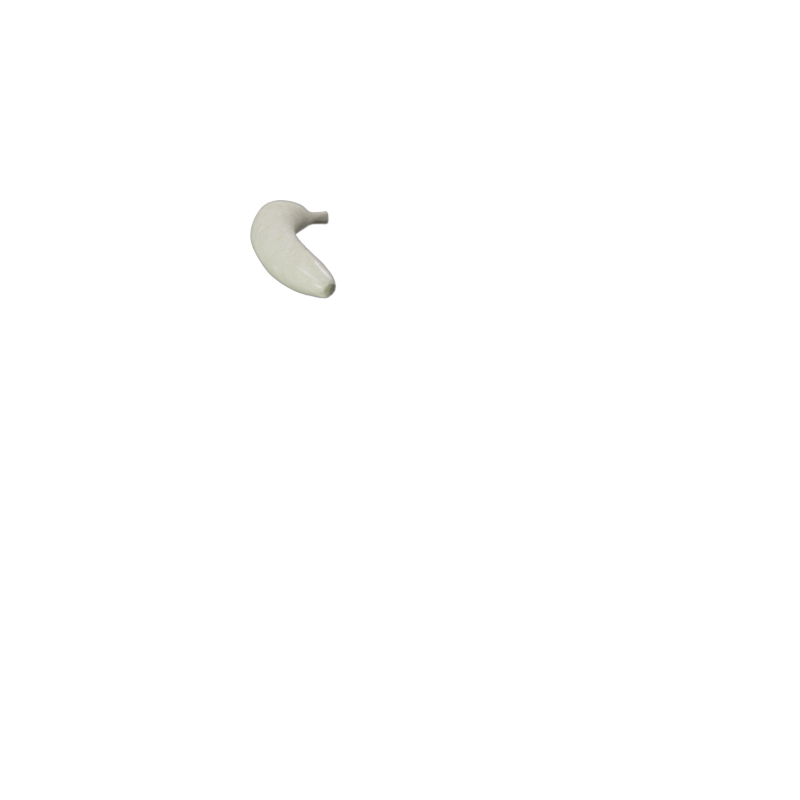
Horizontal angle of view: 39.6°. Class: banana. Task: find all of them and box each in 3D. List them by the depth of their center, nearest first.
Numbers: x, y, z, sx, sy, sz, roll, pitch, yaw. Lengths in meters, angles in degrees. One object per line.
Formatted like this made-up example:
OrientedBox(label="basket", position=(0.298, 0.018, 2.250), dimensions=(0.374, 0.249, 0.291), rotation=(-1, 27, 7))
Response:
OrientedBox(label="banana", position=(-0.091, -0.134, 0.927), dimensions=(0.069, 0.035, 0.209), rotation=(-2, 27, -4))
